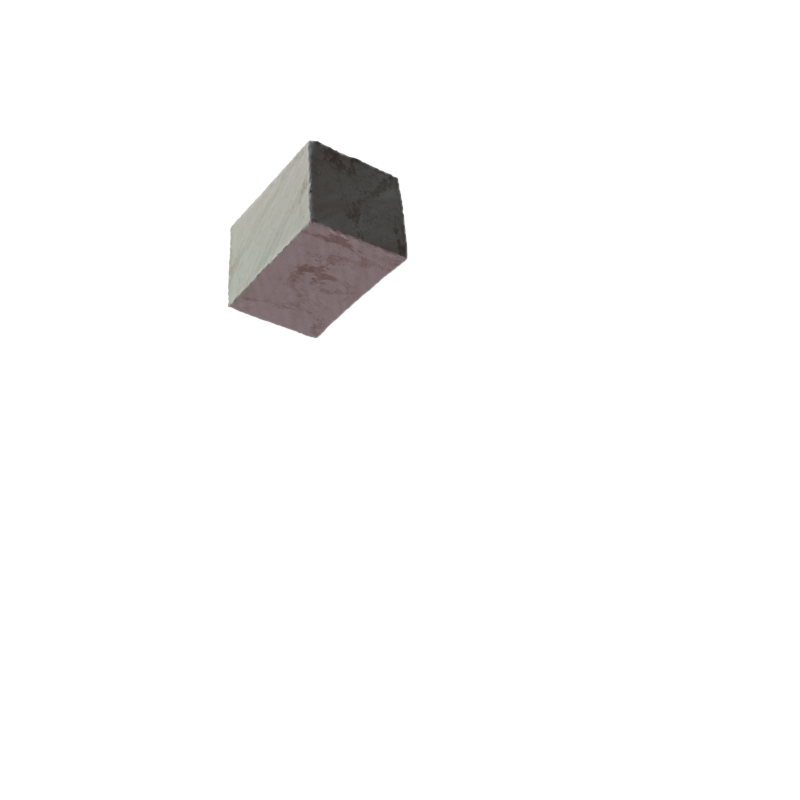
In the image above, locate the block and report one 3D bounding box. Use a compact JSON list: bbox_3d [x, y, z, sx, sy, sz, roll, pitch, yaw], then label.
[{"bbox_3d":[-0.041,-0.075,0.525,0.050,0.055,0.077,21,-40,-30],"label":"block"}]
